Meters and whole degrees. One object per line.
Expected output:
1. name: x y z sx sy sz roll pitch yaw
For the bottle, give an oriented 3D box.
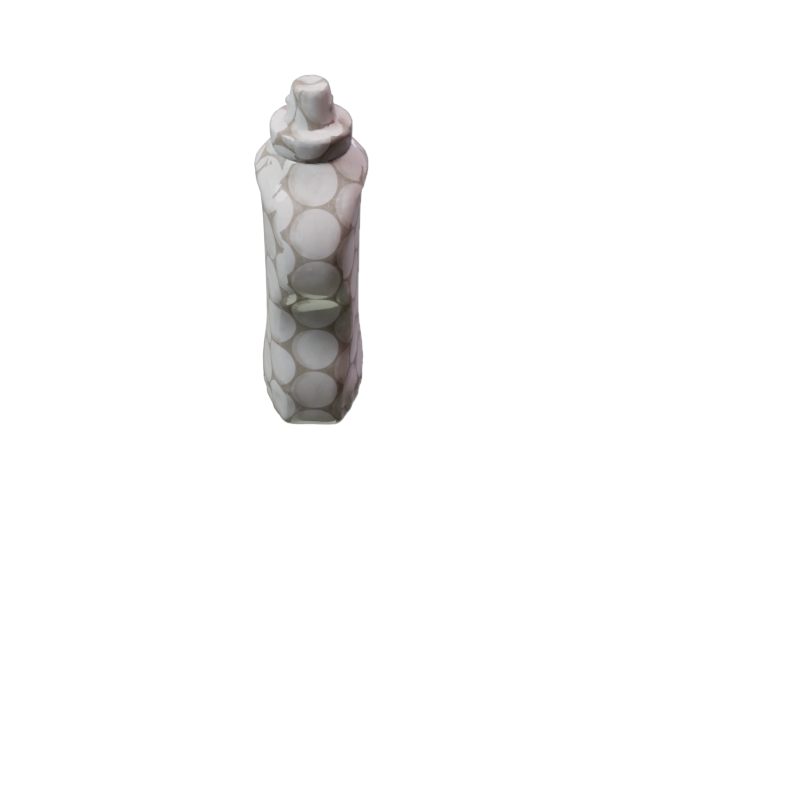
1. bottle: -0.047 -0.084 0.589 0.058 0.179 0.103 2 41 -2
